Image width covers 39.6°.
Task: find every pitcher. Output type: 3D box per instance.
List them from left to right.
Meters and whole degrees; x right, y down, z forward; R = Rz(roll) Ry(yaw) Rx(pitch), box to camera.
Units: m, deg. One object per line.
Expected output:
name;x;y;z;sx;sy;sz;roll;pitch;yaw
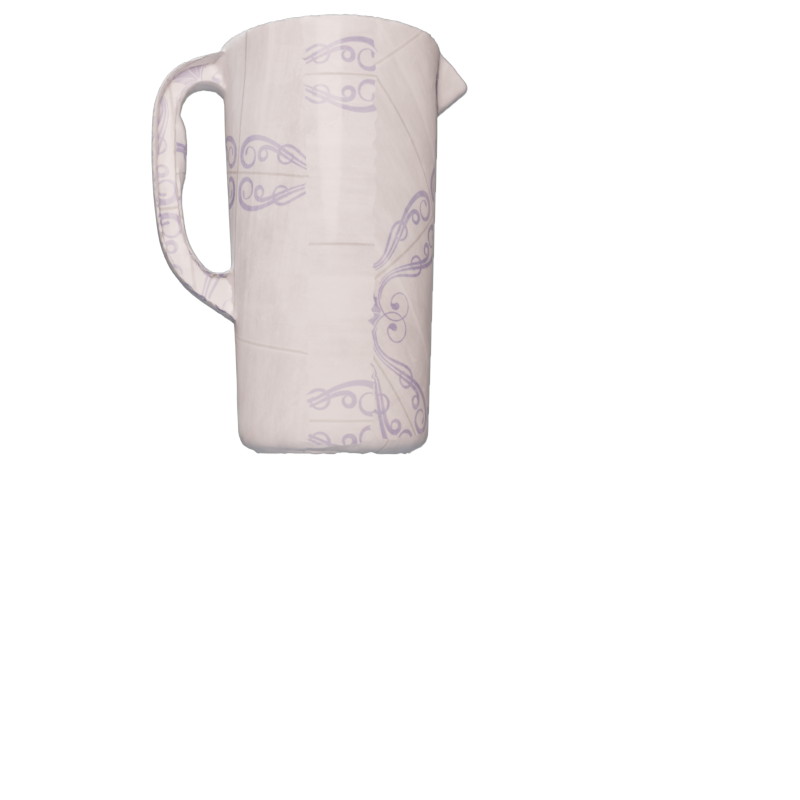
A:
pitcher;-0.051;-0.092;0.647;0.153;0.249;0.138;-6;-10;32
